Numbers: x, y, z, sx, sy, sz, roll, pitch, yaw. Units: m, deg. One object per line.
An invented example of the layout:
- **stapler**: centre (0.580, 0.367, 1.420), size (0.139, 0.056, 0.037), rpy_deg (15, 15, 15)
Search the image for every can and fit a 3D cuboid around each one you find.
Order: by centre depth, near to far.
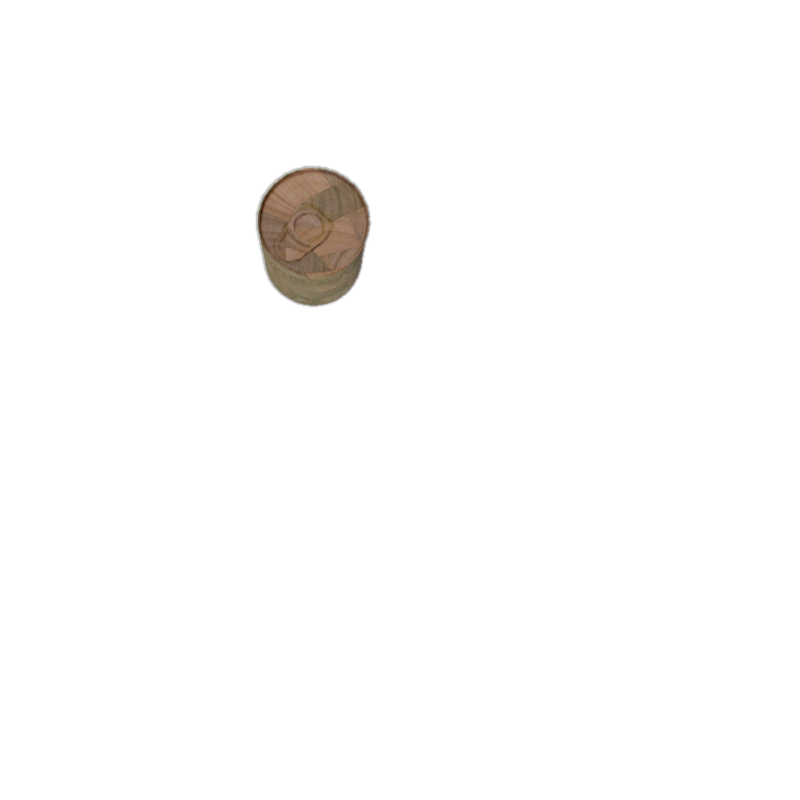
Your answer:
- **can**: centre (-0.056, -0.102, 0.713), size (0.068, 0.071, 0.100), rpy_deg (0, -9, -3)
